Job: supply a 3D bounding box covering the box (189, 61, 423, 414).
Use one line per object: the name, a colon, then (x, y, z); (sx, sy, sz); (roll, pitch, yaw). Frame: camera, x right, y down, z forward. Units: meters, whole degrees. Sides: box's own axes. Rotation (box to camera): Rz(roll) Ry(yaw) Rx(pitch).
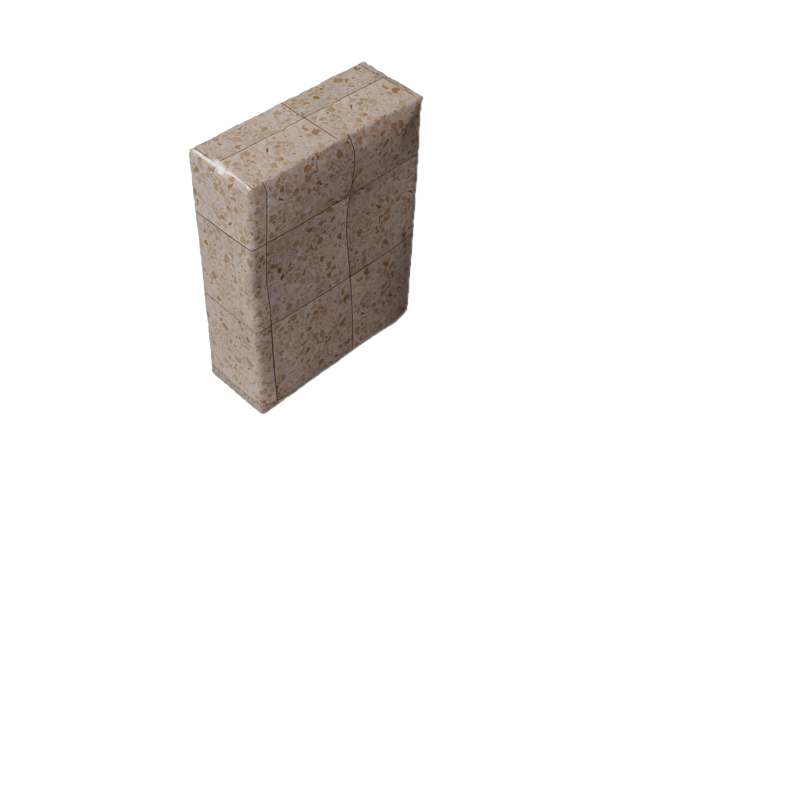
box: (-0.064, -0.116, 0.814); (0.077, 0.199, 0.165); (35, 53, 28)
